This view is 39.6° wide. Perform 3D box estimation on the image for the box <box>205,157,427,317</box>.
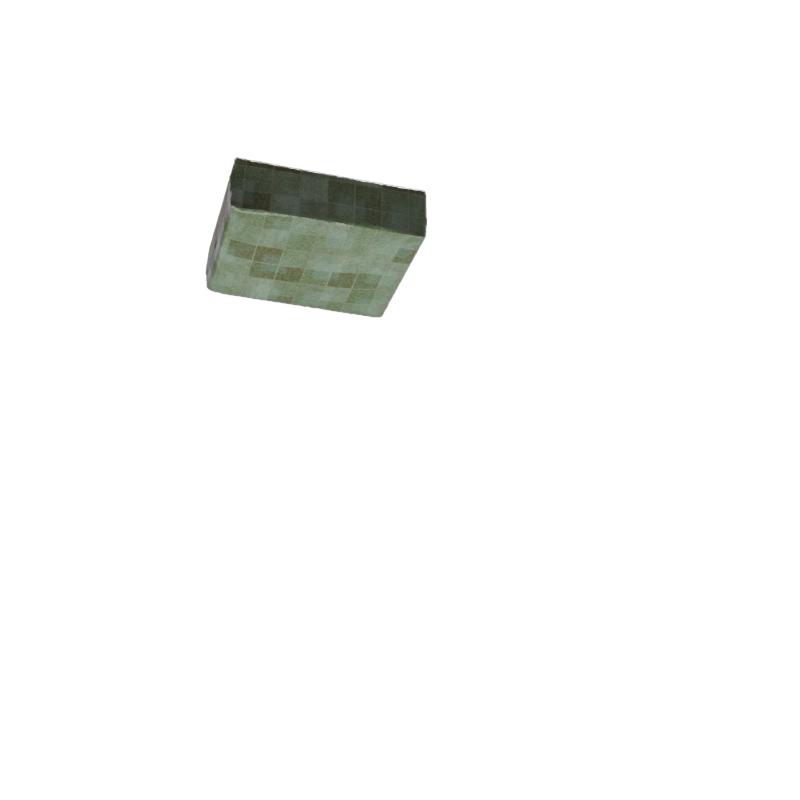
[{"bbox_3d":[-0.050,-0.092,0.642,0.111,0.041,0.086,7,-32,-13],"label":"box"}]
